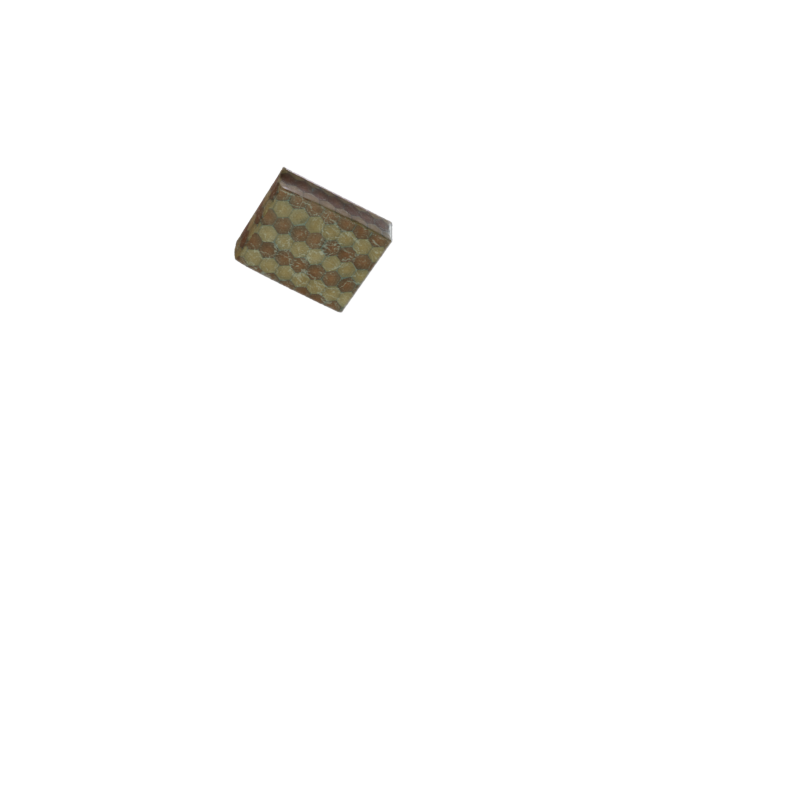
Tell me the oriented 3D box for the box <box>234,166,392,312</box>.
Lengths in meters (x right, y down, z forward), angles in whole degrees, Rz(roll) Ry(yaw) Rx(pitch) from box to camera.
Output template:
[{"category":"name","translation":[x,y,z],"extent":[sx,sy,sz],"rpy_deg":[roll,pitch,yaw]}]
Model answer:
[{"category":"box","translation":[-0.076,-0.138,0.969],"extent":[0.110,0.087,0.041],"rpy_deg":[25,31,-17]}]
